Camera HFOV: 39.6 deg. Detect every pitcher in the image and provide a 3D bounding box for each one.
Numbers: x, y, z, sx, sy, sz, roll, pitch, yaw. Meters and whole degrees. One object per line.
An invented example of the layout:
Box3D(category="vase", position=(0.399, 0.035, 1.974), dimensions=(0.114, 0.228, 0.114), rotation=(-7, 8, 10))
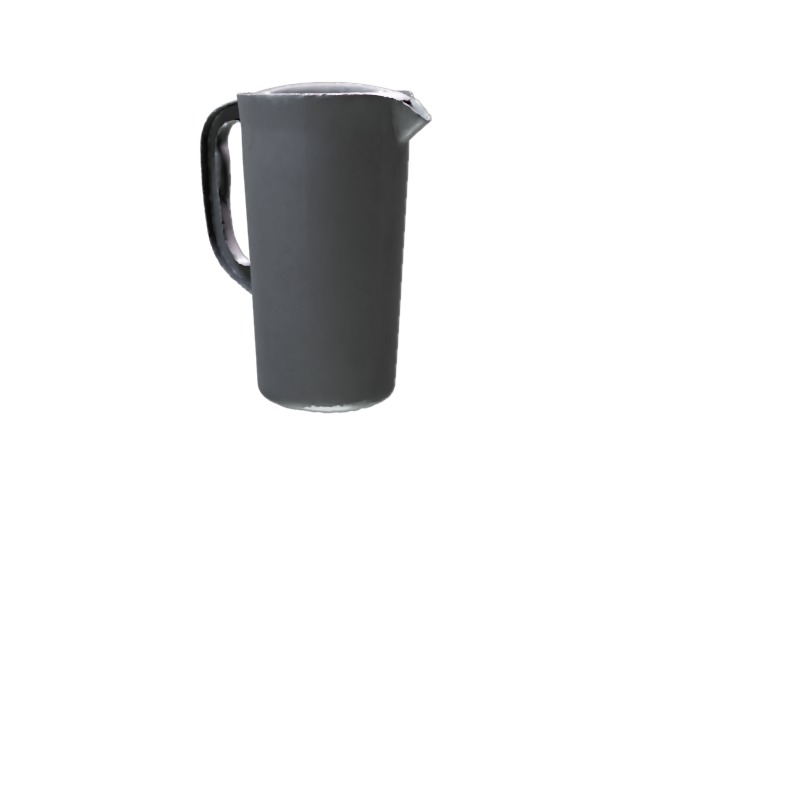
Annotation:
Box3D(category="pitcher", position=(-0.067, -0.122, 0.852), dimensions=(0.141, 0.237, 0.157), rotation=(-4, 12, -22))
